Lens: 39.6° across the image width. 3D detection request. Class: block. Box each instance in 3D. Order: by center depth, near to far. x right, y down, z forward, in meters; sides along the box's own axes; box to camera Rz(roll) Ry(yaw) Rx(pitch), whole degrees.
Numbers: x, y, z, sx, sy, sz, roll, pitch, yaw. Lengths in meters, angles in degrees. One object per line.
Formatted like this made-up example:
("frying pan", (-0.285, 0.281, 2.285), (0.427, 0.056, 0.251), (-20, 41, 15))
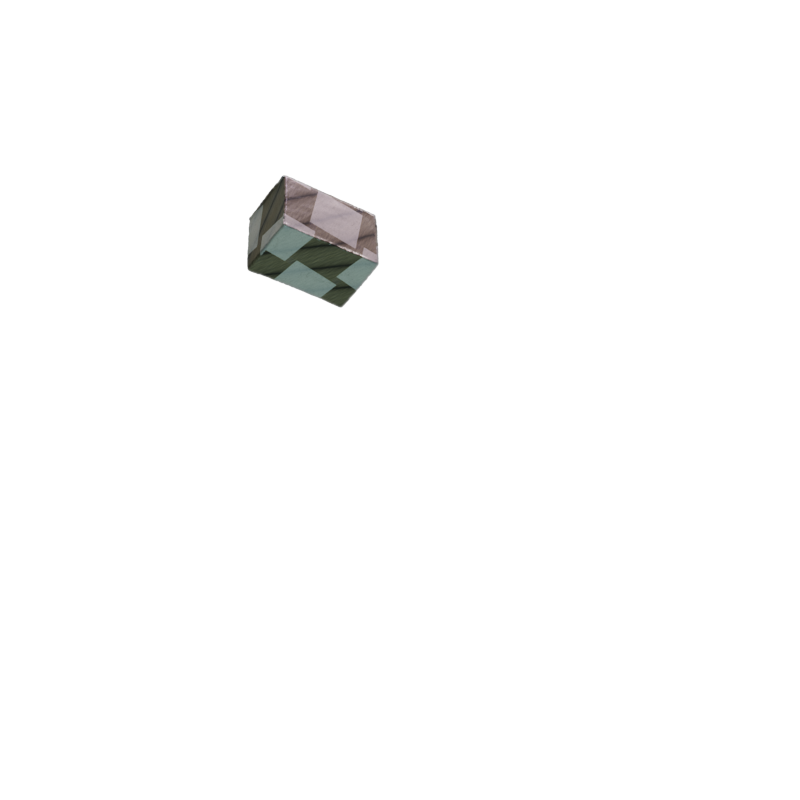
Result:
("block", (-0.061, -0.110, 0.774), (0.074, 0.055, 0.051), (22, -47, -24))
